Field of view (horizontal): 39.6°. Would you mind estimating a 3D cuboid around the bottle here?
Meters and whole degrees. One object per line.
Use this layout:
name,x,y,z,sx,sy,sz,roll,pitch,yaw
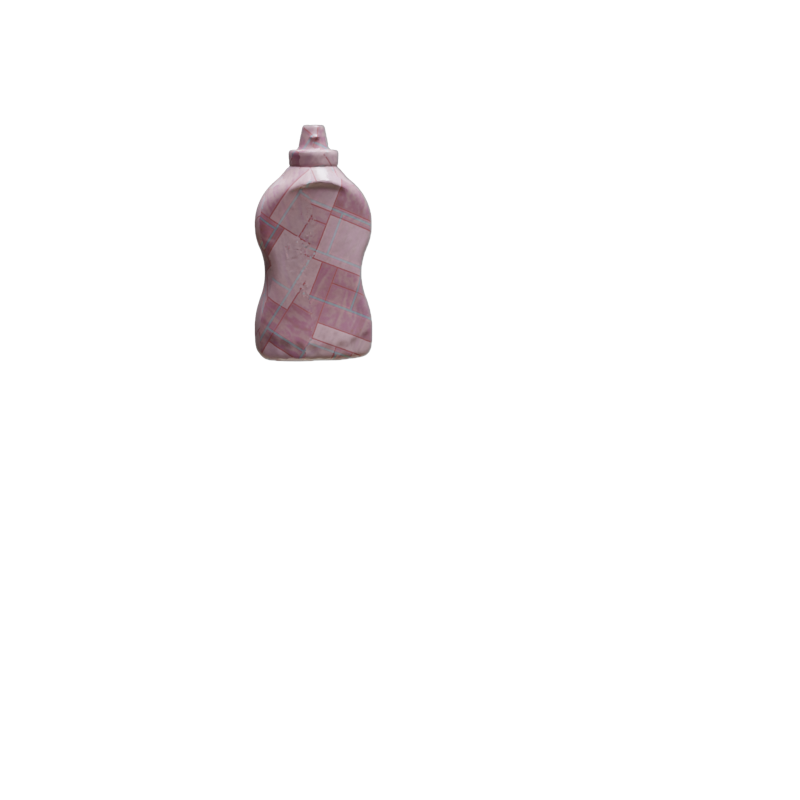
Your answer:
bottle,-0.072,-0.131,0.915,0.095,0.189,0.060,-1,6,-10
